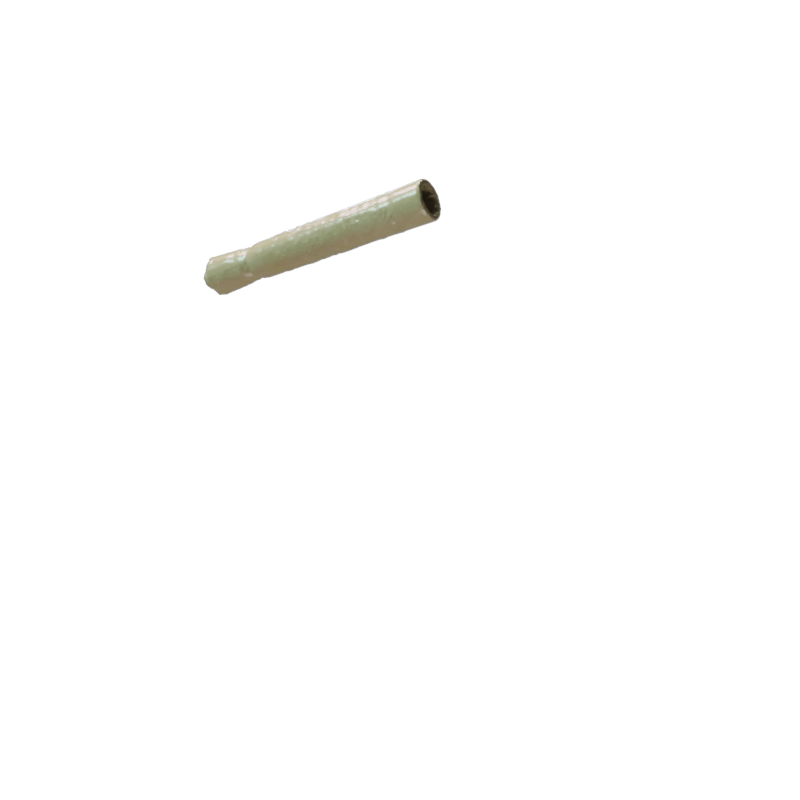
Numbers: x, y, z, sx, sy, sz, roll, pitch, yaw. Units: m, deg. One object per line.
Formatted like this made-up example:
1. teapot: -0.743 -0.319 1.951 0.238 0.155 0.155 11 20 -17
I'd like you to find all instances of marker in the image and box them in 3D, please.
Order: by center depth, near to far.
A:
1. marker: -0.039 -0.071 0.494 0.122 0.020 0.019 -15 -4 30
